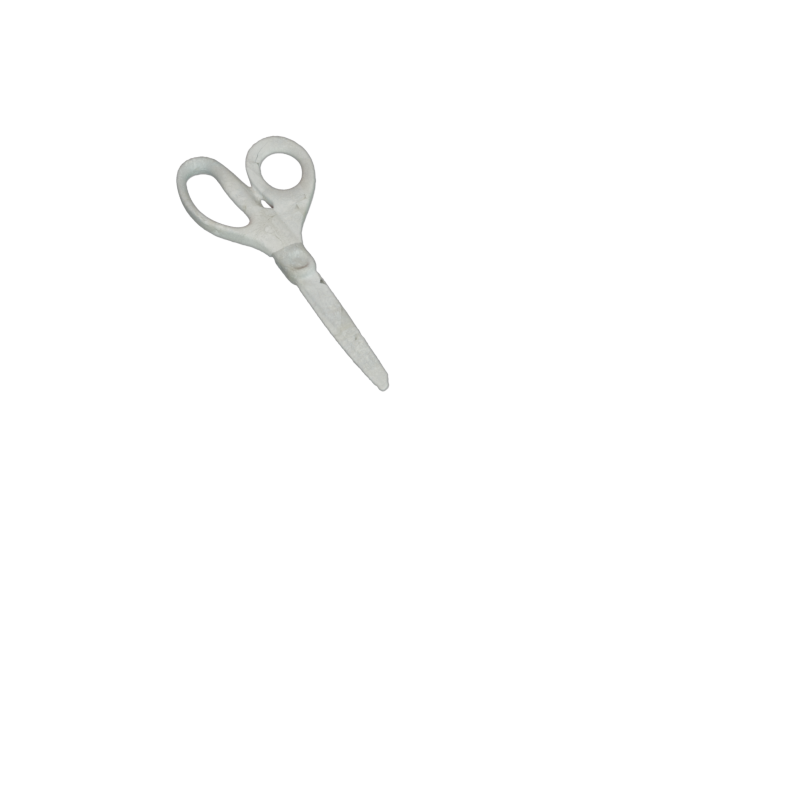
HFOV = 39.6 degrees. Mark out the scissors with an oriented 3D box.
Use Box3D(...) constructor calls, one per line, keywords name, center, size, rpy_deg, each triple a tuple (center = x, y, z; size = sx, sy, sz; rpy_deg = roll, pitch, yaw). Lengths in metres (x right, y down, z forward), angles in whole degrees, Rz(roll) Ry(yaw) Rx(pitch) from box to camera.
Box3D(name="scissors", center=(-0.053, -0.097, 0.678), size=(0.213, 0.097, 0.015), rpy_deg=(39, -26, 23))
